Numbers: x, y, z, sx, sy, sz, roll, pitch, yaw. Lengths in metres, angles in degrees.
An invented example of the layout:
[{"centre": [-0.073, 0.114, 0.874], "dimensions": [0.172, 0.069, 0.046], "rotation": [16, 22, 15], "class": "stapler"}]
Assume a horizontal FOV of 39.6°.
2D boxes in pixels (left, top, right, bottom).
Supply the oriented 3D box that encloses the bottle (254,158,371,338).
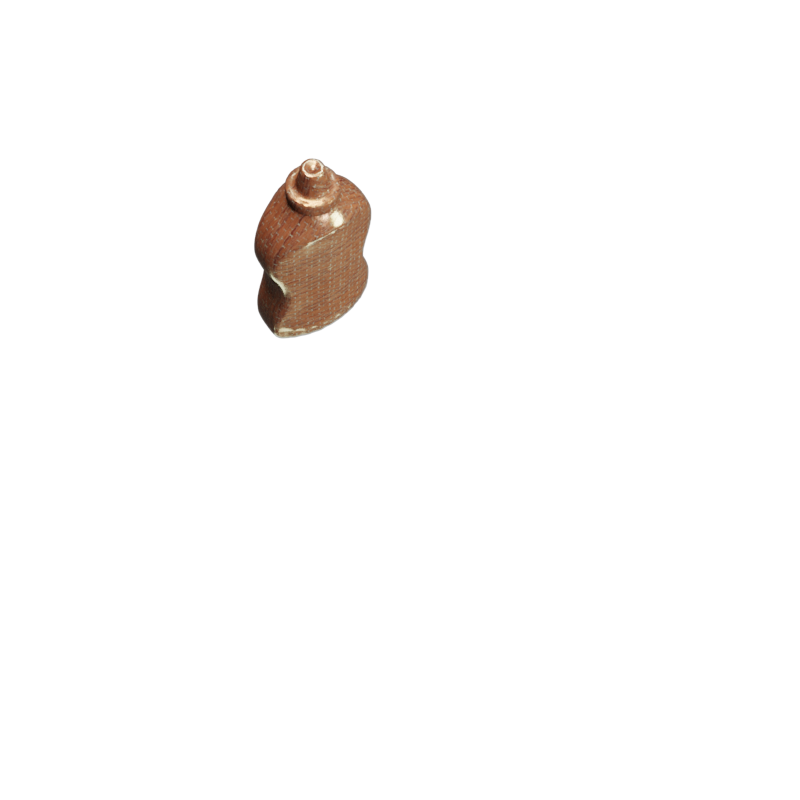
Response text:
[{"centre": [-0.068, -0.124, 0.867], "dimensions": [0.096, 0.062, 0.180], "rotation": [-29, -21, -17], "class": "bottle"}]
